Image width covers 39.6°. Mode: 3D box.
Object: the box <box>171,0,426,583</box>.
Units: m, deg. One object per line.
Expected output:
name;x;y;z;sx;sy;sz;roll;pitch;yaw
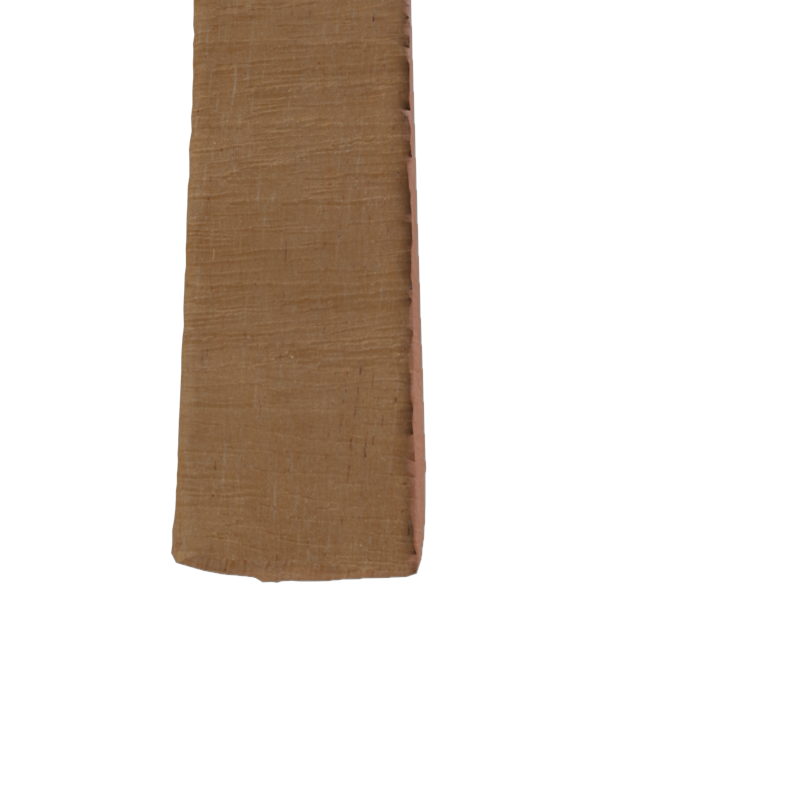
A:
box;-0.030;-0.054;0.378;0.072;0.220;0.159;-1;-10;1
